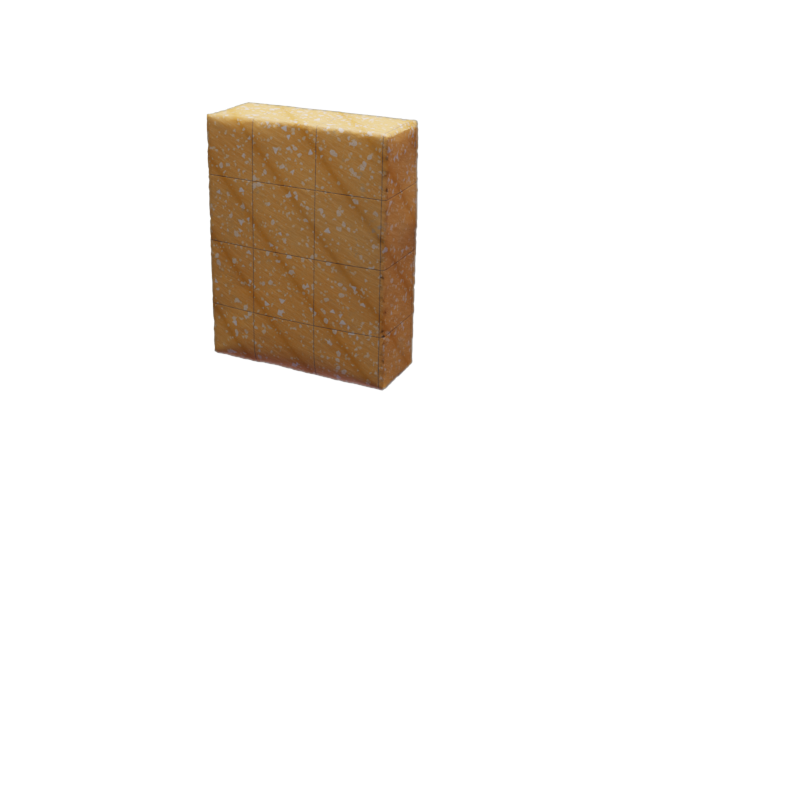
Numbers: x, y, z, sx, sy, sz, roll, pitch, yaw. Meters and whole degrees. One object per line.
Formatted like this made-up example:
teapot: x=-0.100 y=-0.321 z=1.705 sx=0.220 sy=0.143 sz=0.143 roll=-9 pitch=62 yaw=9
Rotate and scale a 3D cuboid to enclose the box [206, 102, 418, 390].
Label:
box: x=-0.072 y=-0.131 z=0.919 sx=0.171 sy=0.204 sz=0.072 roll=12 pitch=23 yaw=25
